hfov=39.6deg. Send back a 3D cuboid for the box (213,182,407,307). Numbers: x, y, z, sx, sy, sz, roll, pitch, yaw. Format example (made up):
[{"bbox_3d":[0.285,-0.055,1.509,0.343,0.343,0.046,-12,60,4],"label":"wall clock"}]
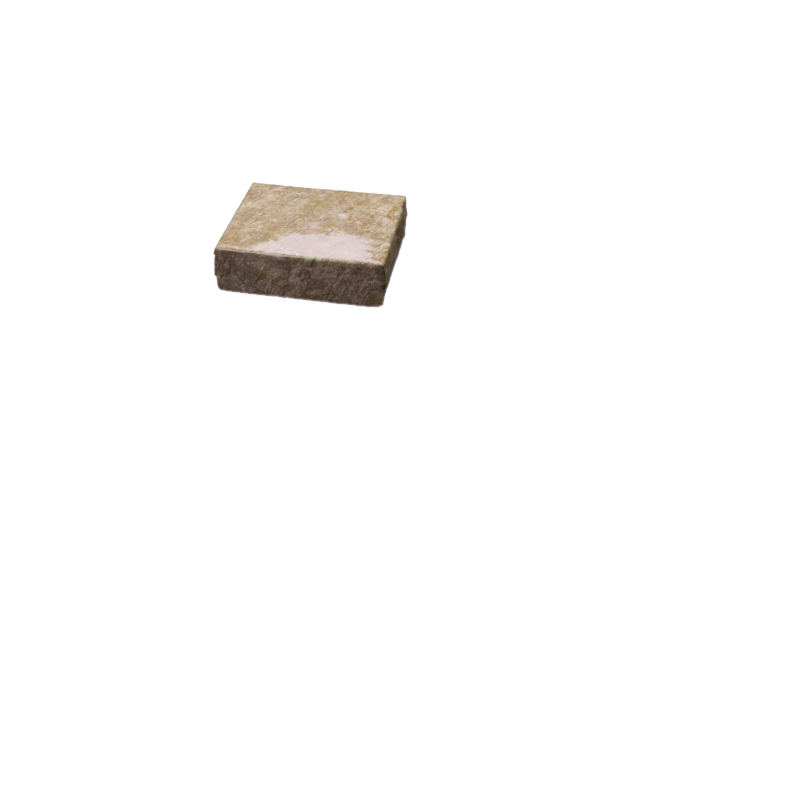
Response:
[{"bbox_3d":[-0.058,-0.105,0.739,0.115,0.036,0.095,8,39,9],"label":"box"}]
